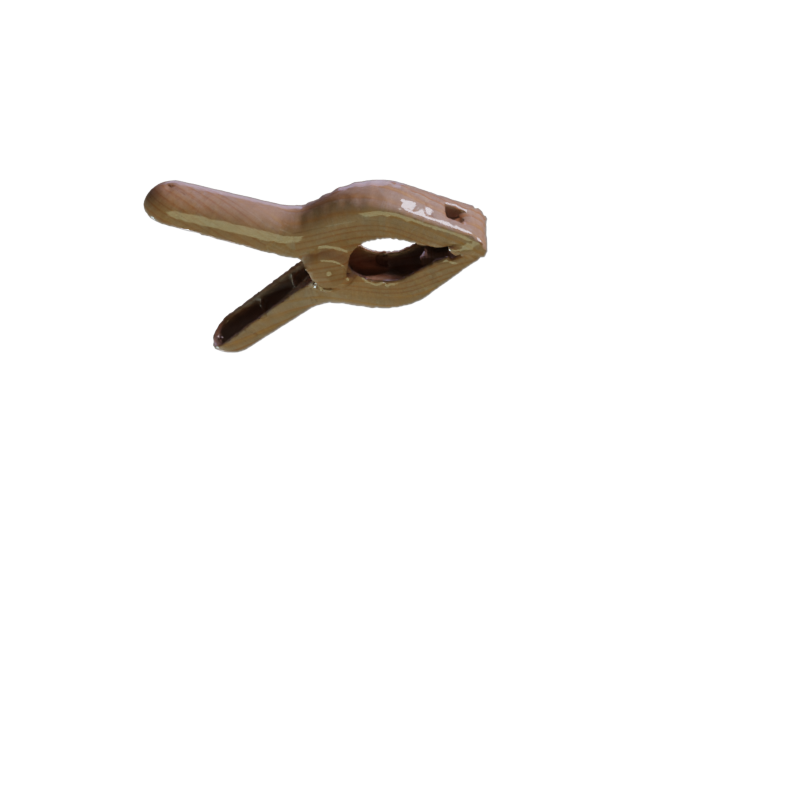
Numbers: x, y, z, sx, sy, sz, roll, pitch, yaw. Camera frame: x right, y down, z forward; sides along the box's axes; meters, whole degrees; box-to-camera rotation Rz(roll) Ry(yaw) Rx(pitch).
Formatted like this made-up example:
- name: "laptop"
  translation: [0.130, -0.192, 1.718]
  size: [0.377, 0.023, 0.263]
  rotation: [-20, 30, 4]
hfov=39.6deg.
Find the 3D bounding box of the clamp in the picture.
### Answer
- name: "clamp"
  translation: [-0.045, -0.082, 0.572]
  size: [0.173, 0.042, 0.111]
  rotation: [-14, -39, 18]
